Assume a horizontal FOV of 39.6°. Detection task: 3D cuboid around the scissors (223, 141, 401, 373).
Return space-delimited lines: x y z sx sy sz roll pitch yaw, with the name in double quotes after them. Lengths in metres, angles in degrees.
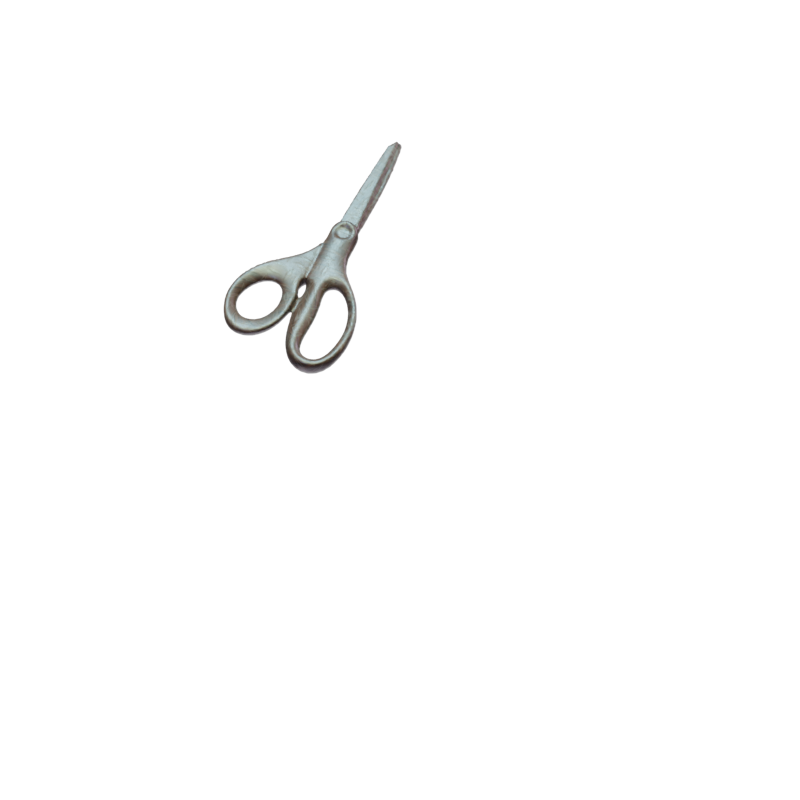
-0.059 -0.108 0.756 0.097 0.214 0.015 6 -35 4 "scissors"
